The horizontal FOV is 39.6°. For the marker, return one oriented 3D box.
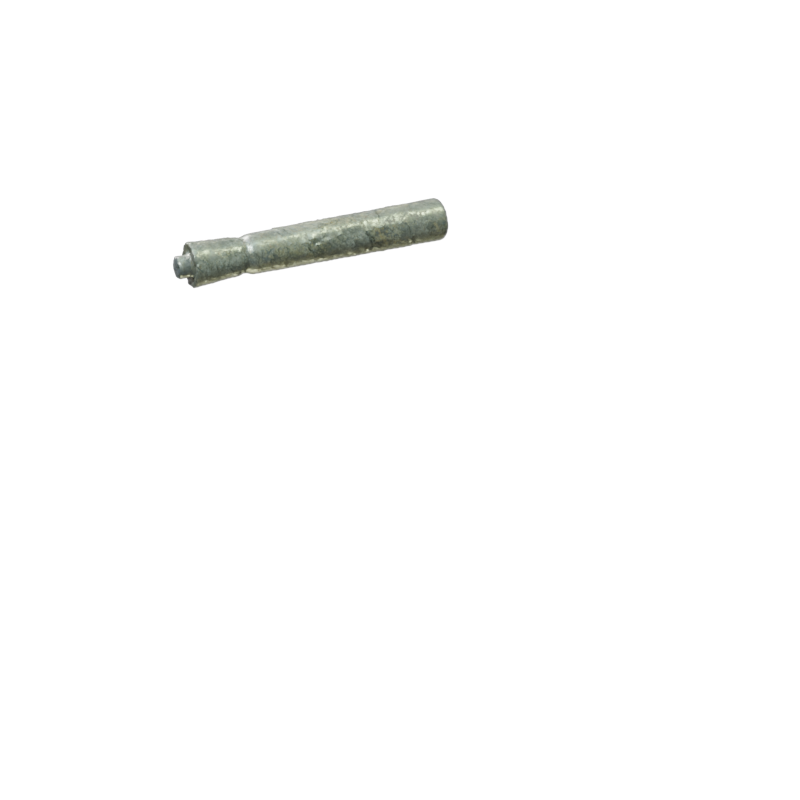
[{"bbox_3d":[-0.036,-0.066,0.466,0.119,0.019,0.020,-14,10,-22],"label":"marker"}]
